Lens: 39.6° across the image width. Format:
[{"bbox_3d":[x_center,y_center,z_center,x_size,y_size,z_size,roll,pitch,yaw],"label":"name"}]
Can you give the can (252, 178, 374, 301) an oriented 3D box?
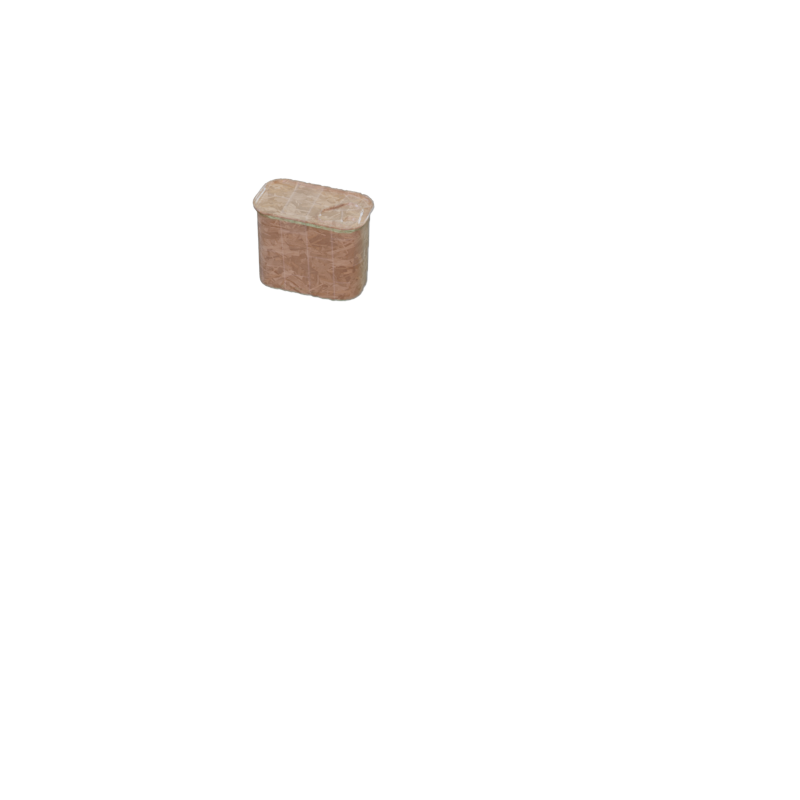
[{"bbox_3d":[-0.076,-0.139,0.973,0.105,0.078,0.060,13,40,14],"label":"can"}]
